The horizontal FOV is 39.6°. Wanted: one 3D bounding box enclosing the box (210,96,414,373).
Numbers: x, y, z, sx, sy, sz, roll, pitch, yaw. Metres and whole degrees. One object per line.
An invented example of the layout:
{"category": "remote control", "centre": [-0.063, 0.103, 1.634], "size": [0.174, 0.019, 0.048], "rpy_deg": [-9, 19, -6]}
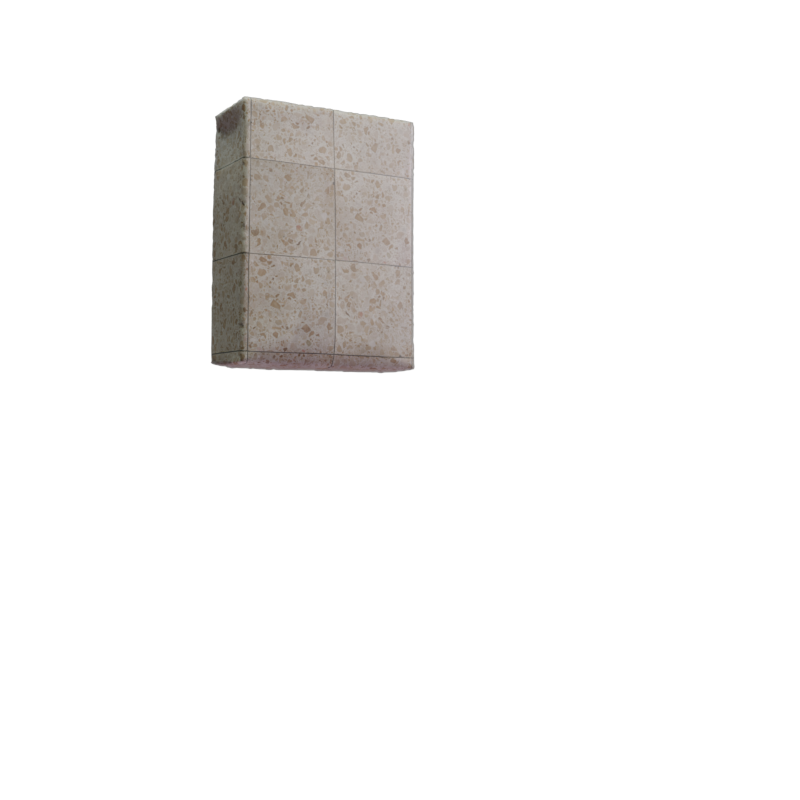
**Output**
{"category": "box", "centre": [-0.072, -0.132, 0.925], "size": [0.158, 0.218, 0.073], "rpy_deg": [3, -9, -30]}
